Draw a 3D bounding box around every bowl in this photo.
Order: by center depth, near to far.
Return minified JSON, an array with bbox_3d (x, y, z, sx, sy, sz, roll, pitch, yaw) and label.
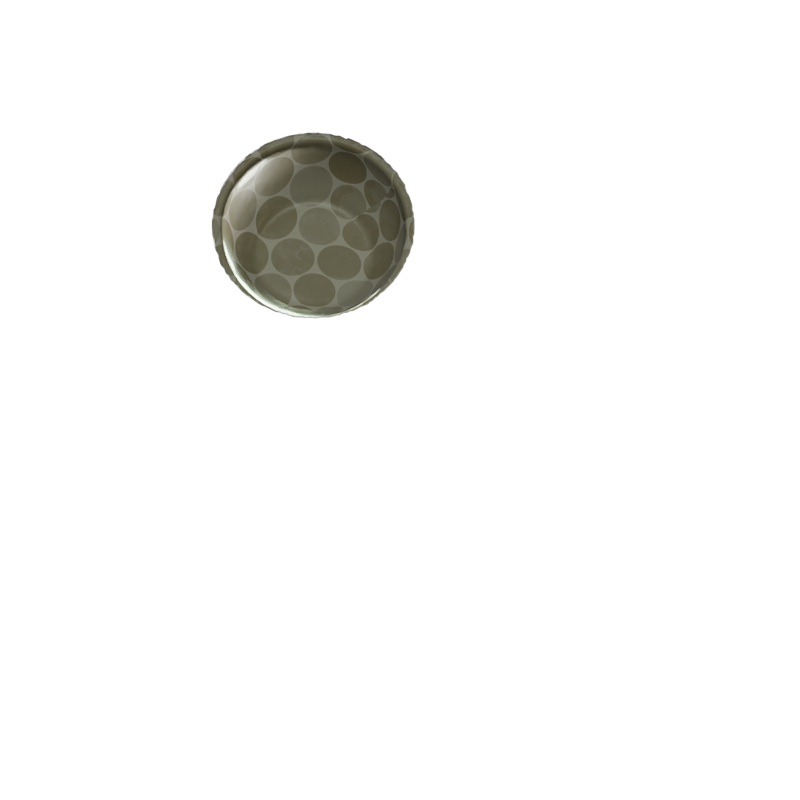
[{"bbox_3d":[-0.067,-0.123,0.862,0.162,0.153,0.058,1,26,-1],"label":"bowl"}]
